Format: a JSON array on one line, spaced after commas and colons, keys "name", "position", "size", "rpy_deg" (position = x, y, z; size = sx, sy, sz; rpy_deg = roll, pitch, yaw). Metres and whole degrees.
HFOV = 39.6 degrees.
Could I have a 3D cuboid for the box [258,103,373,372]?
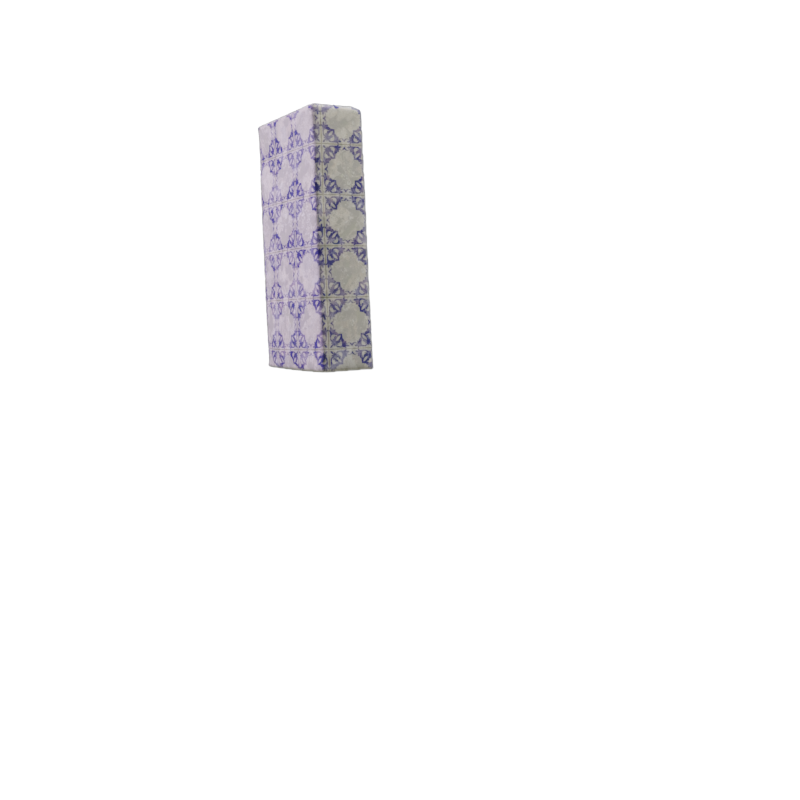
[{"name": "box", "position": [-0.060, -0.109, 0.765], "size": [0.046, 0.178, 0.096], "rpy_deg": [2, -3, -29]}]
